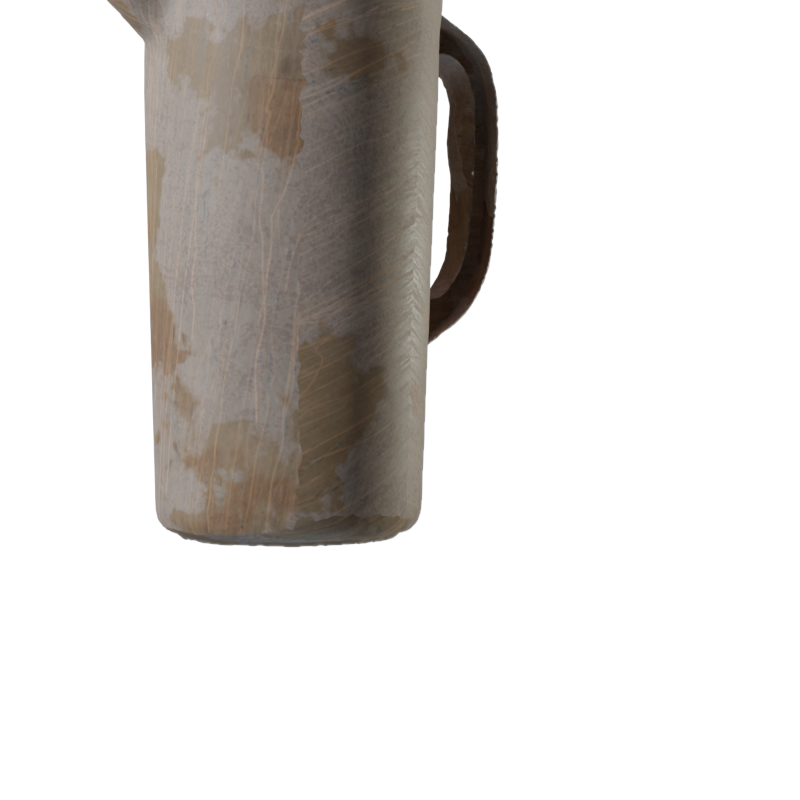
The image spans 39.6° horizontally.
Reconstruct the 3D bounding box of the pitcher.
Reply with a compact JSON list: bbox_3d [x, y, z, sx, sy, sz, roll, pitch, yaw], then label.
[{"bbox_3d":[-0.037,-0.068,0.474,0.152,0.248,0.140,-2,-7,12],"label":"pitcher"}]
